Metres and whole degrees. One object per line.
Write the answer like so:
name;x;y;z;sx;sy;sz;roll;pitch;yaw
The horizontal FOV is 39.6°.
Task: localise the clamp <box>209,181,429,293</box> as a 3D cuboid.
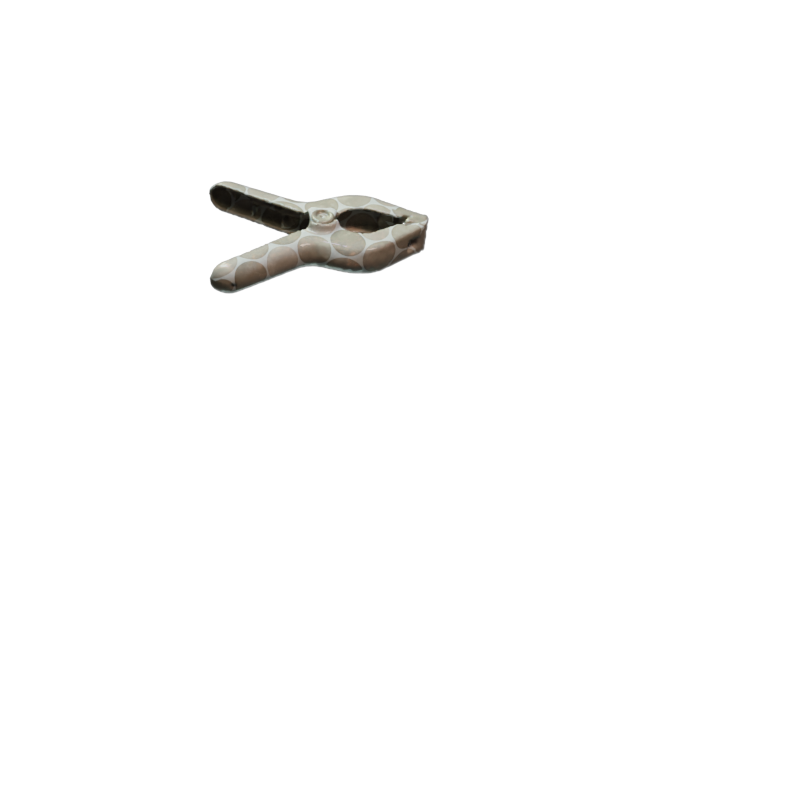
clamp;-0.065;-0.118;0.829;0.172;0.128;0.036;2;-43;2
